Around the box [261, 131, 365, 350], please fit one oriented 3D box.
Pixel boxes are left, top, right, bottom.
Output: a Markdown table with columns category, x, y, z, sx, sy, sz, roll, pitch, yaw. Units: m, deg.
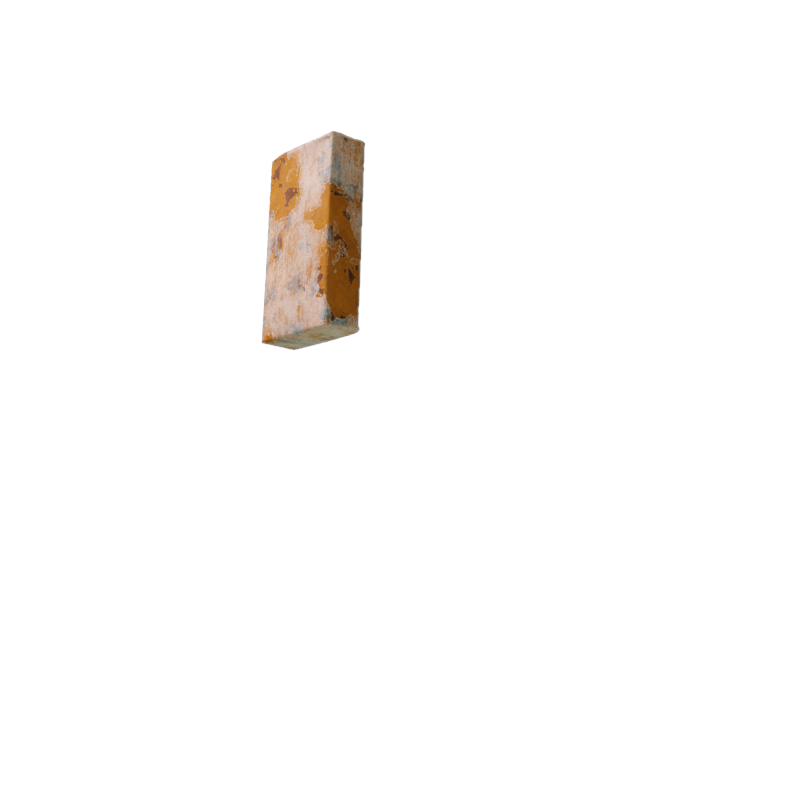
| category | x | y | z | sx | sy | sz | roll | pitch | yaw |
| --- | --- | --- | --- | --- | --- | --- | --- | --- | --- |
| box | -0.077 | -0.139 | 0.976 | 0.045 | 0.183 | 0.095 | 13 | -21 | -40 |
